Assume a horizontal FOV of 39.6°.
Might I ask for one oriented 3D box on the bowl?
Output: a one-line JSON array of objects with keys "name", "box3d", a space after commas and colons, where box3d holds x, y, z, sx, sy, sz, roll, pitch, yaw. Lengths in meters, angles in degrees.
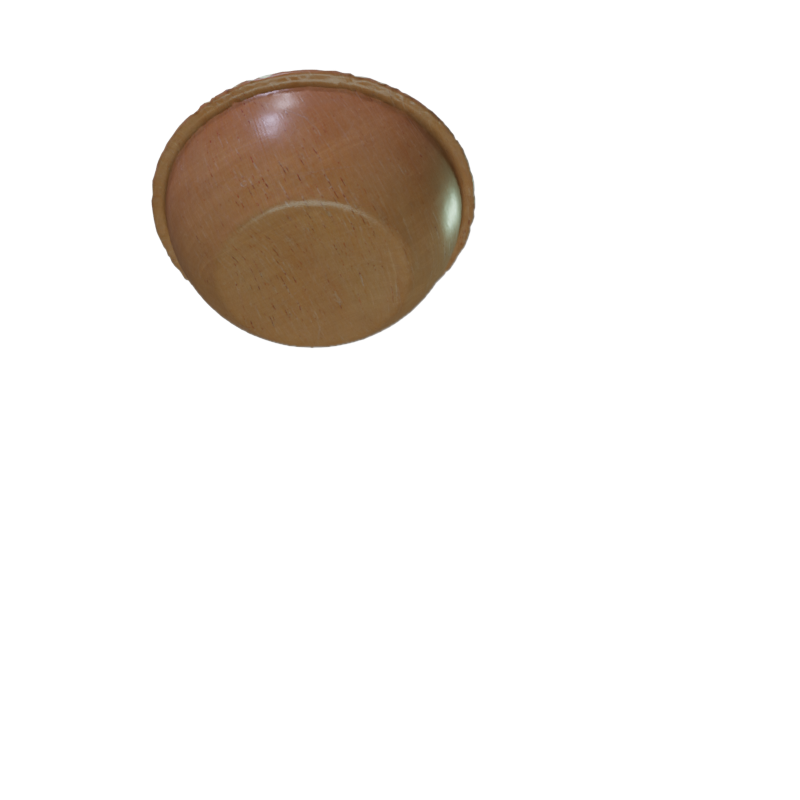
[{"name": "bowl", "box3d": [-0.042, -0.076, 0.535, 0.162, 0.151, 0.059, 1, 43, -1]}]
